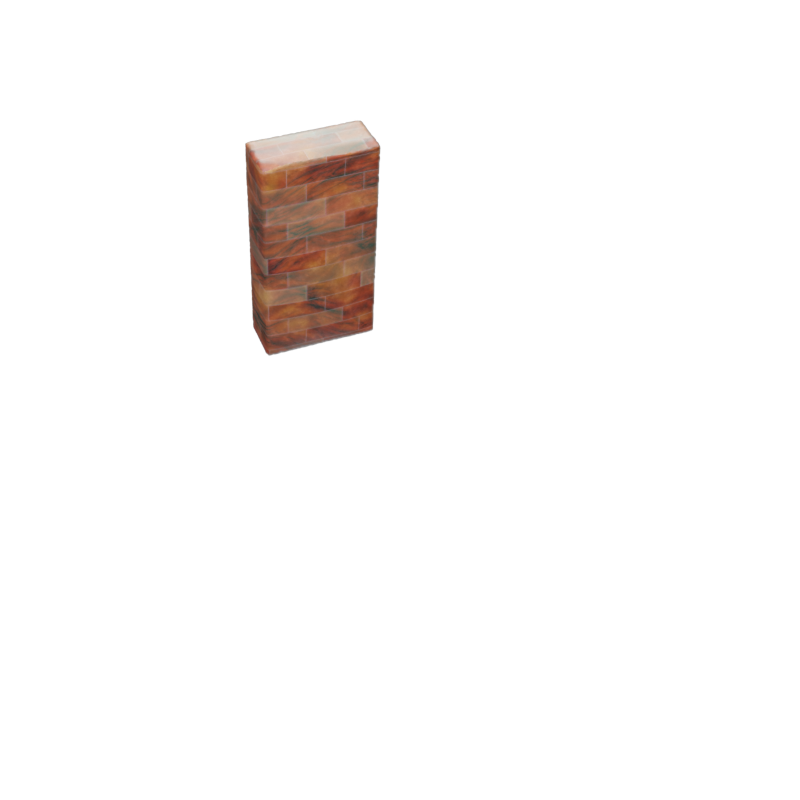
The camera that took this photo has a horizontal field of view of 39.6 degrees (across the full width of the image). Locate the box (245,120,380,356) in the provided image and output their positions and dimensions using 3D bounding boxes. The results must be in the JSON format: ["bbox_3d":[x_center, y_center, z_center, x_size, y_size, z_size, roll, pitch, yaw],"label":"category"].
[{"bbox_3d":[-0.066,-0.120,0.841,0.092,0.164,0.052,-14,46,-18],"label":"box"}]
